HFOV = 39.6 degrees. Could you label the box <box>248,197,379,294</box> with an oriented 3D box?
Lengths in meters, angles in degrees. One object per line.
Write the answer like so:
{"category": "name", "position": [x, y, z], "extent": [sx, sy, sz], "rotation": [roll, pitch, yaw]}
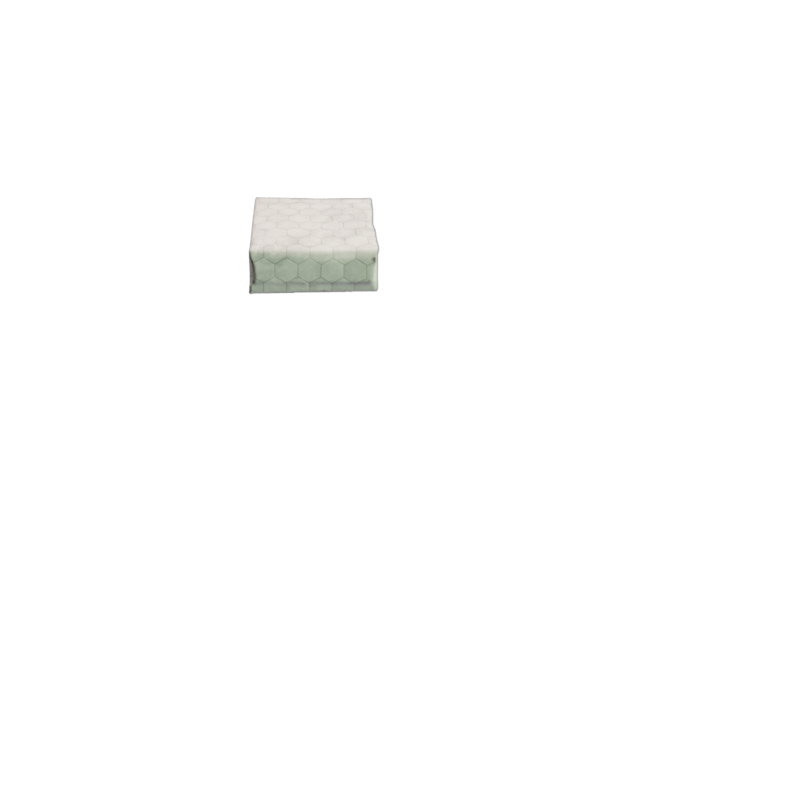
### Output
{"category": "box", "position": [-0.051, -0.093, 0.651], "extent": [0.073, 0.029, 0.094], "rotation": [-1, 28, -2]}
